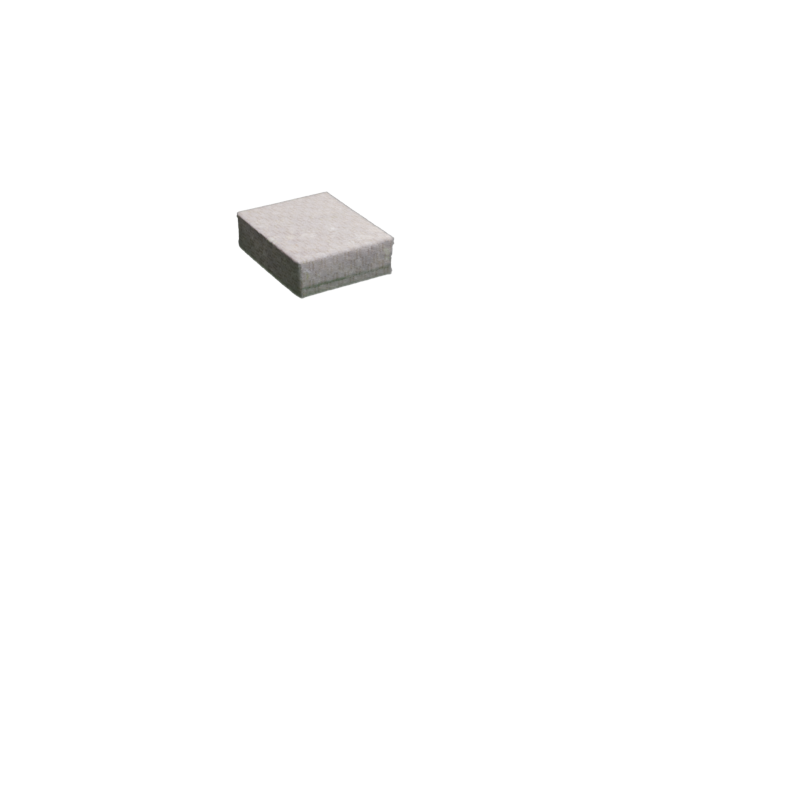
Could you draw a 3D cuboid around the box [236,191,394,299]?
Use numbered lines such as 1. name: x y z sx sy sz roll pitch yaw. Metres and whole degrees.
1. box: -0.072 -0.132 0.924 0.089 0.036 0.122 -18 38 -26
